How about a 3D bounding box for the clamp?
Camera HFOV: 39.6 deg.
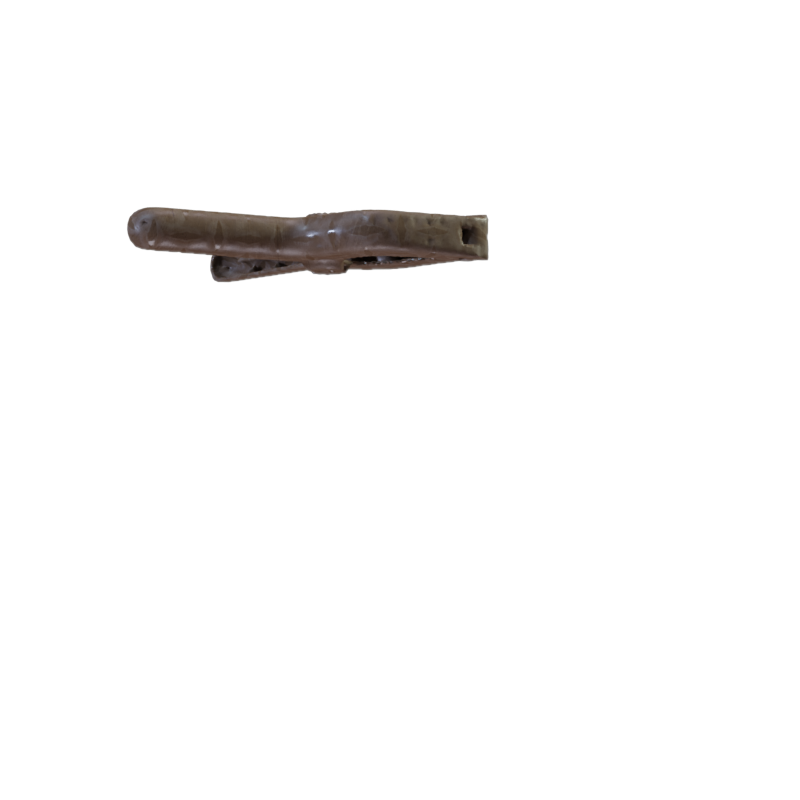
[{"bbox_3d":[-0.054,-0.098,0.686,0.215,0.037,0.159,0,-1,18],"label":"clamp"}]
